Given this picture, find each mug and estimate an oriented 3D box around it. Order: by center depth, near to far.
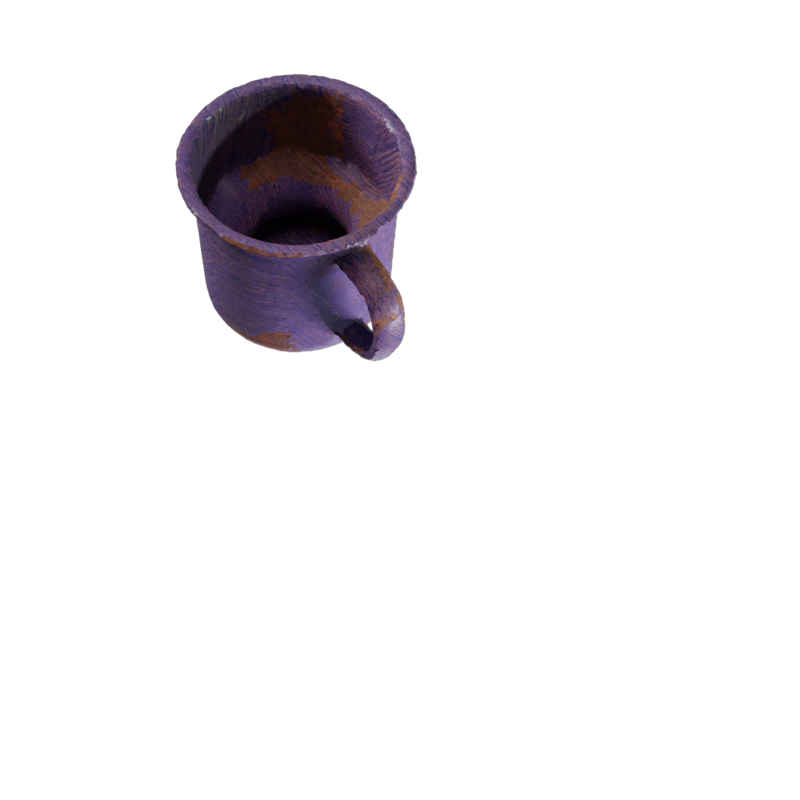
[{"bbox_3d":[-0.035,-0.065,0.452,0.093,0.125,0.076,-30,-28,-20],"label":"mug"}]
